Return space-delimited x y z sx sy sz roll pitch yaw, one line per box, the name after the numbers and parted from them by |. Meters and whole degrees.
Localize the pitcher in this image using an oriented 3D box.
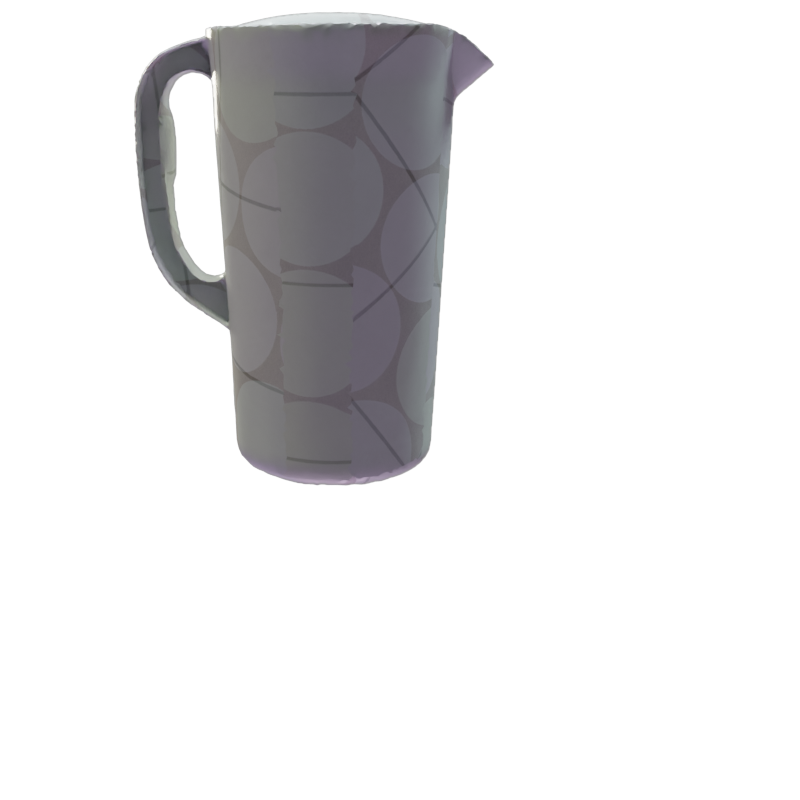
-0.047 -0.086 0.600 0.141 0.237 0.157 -10 16 -43 | pitcher
